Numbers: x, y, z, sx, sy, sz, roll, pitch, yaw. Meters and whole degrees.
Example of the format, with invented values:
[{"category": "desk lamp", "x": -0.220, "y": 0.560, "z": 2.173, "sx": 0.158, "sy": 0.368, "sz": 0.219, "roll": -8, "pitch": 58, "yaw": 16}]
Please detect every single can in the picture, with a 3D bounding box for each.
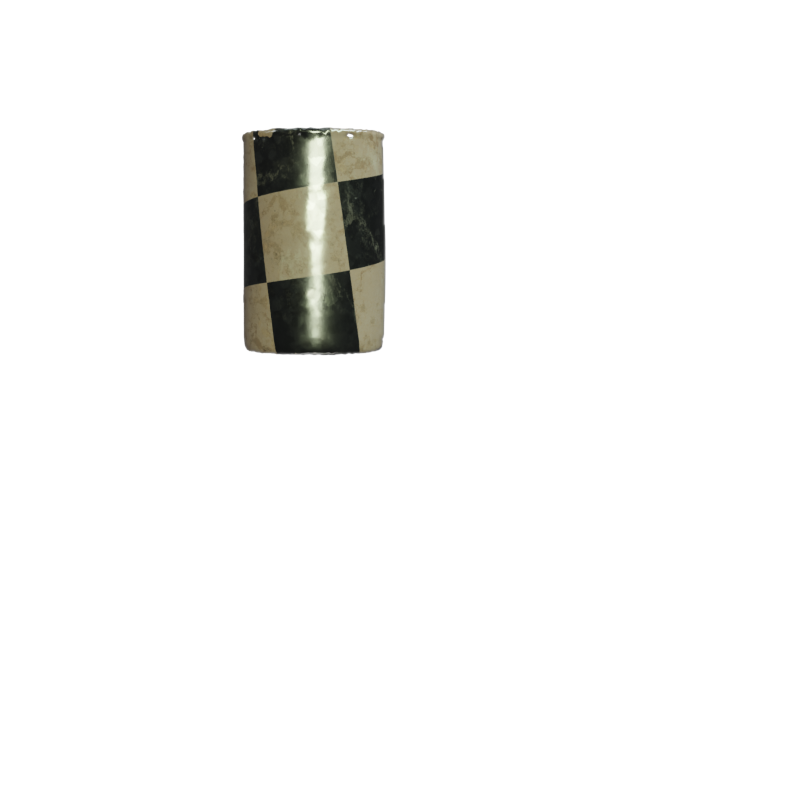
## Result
[{"category": "can", "x": -0.041, "y": -0.075, "z": 0.527, "sx": 0.068, "sy": 0.102, "sz": 0.069, "roll": 0, "pitch": 2, "yaw": -2}]
